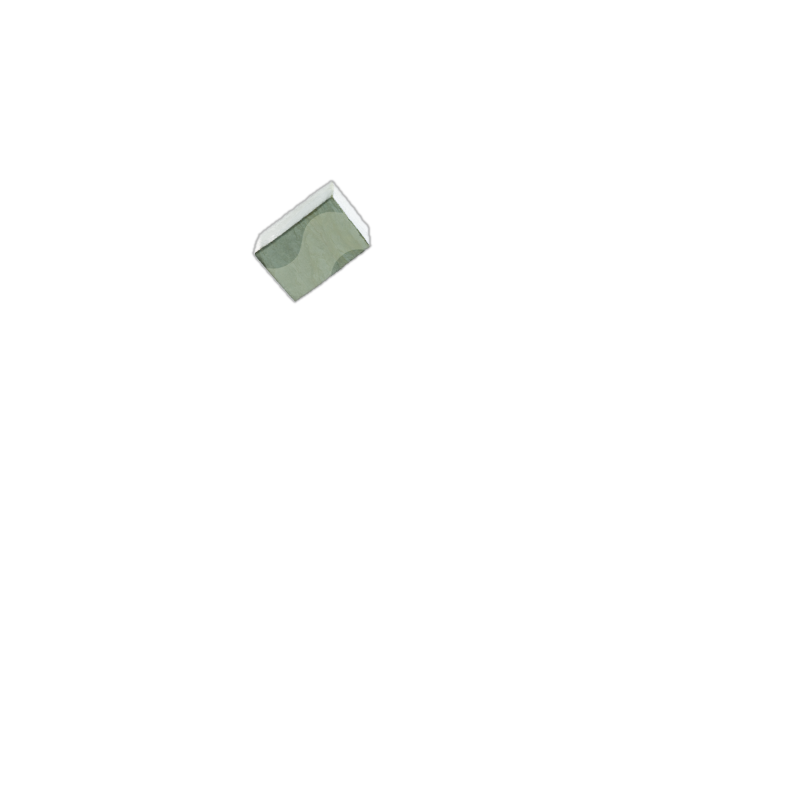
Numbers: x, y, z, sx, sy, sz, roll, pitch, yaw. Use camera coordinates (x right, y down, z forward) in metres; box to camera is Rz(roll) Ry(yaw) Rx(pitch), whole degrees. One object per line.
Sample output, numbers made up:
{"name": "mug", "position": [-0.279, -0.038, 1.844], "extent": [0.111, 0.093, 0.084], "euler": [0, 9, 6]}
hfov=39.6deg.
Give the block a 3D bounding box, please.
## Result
{"name": "block", "position": [-0.068, -0.125, 0.875], "extent": [0.078, 0.051, 0.054], "euler": [-35, 18, 10]}
